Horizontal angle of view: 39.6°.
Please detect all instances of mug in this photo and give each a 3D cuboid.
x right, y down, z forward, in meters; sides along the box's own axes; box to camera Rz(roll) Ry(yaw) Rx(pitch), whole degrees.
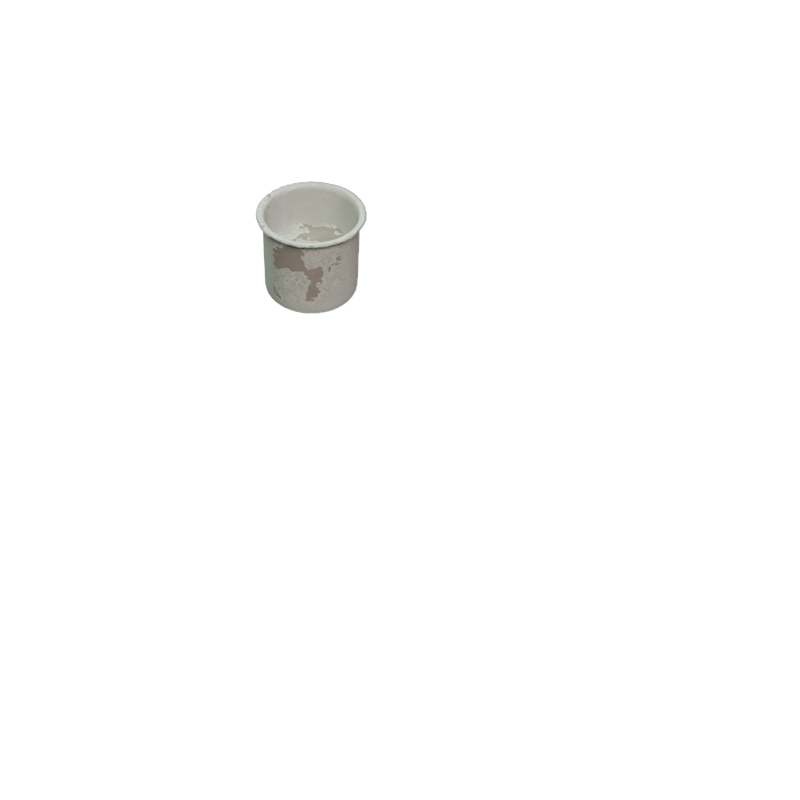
[{"bbox_3d":[-0.075,-0.137,0.962,0.094,0.076,0.125,5,42,4],"label":"mug"}]
